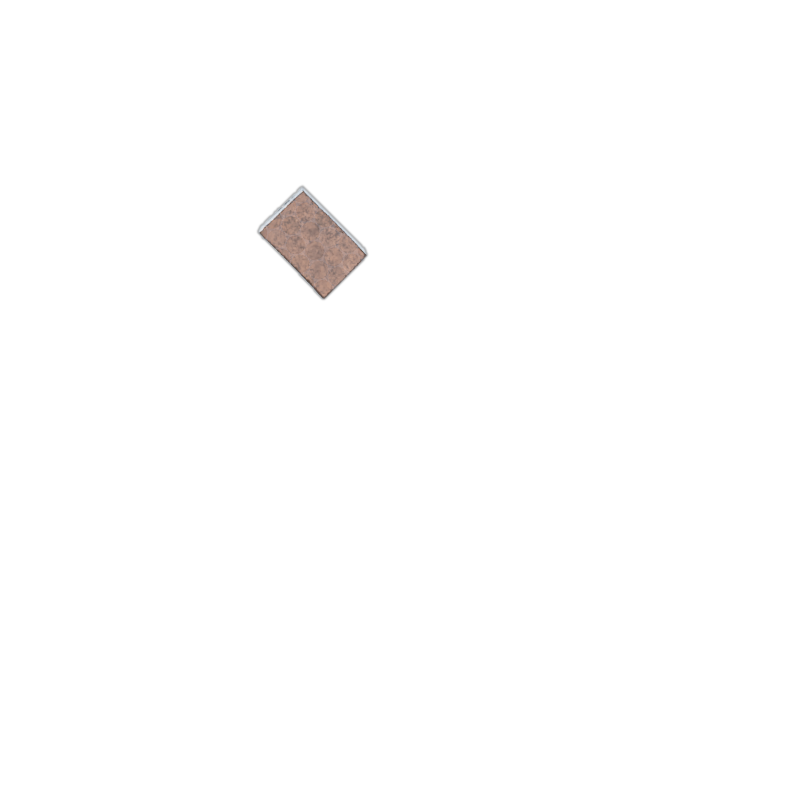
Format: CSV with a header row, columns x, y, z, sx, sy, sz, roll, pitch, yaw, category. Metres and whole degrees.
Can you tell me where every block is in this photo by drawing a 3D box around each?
x,y,z,sx,sy,sz,roll,pitch,yaw,category
-0.072,-0.131,0.917,0.052,0.077,0.052,-43,6,5,block
